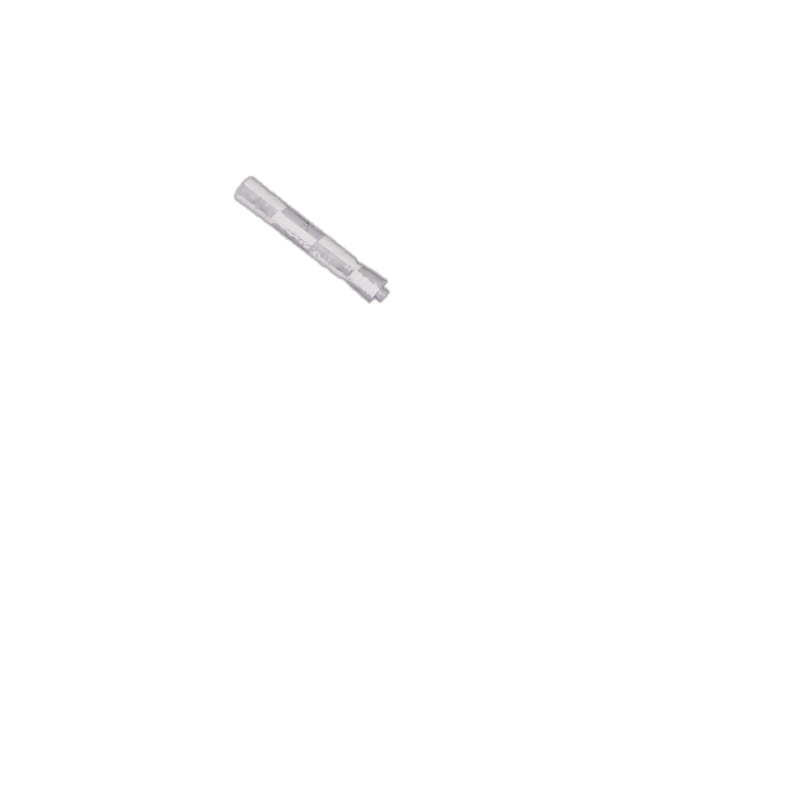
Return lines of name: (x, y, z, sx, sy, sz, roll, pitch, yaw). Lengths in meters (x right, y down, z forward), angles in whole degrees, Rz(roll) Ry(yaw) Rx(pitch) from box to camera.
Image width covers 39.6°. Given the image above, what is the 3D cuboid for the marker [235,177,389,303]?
marker: (-0.058, -0.105, 0.737, 0.124, 0.020, 0.019, 38, 9, 9)
